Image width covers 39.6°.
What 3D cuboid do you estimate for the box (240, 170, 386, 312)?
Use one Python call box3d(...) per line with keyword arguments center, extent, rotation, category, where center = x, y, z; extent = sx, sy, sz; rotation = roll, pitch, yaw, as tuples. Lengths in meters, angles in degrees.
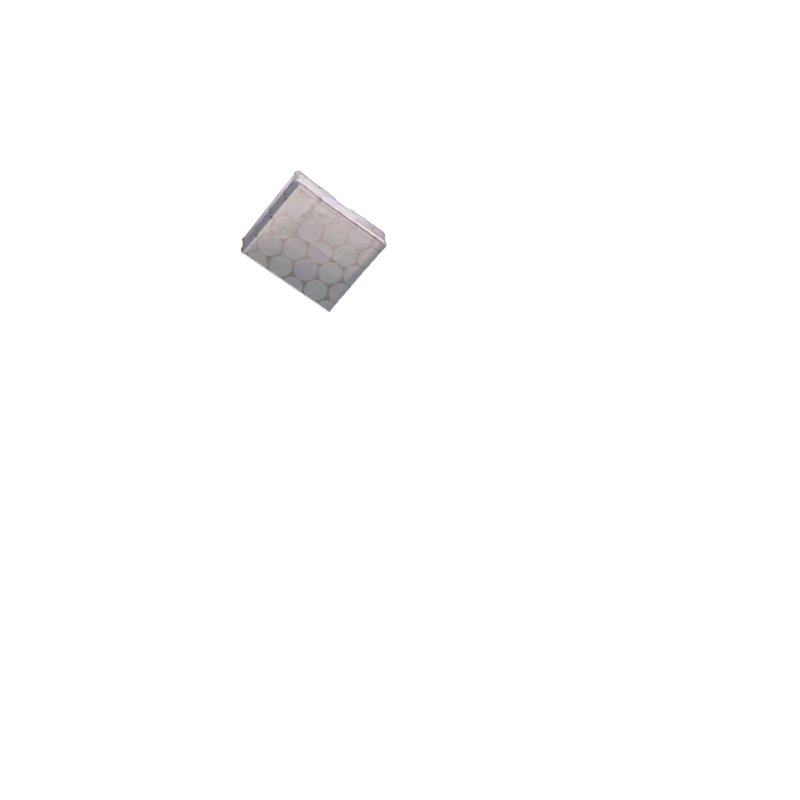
box3d(center=(-0.067, -0.123, 0.859), extent=(0.086, 0.072, 0.032), rotation=(35, 19, -15), category="box")
